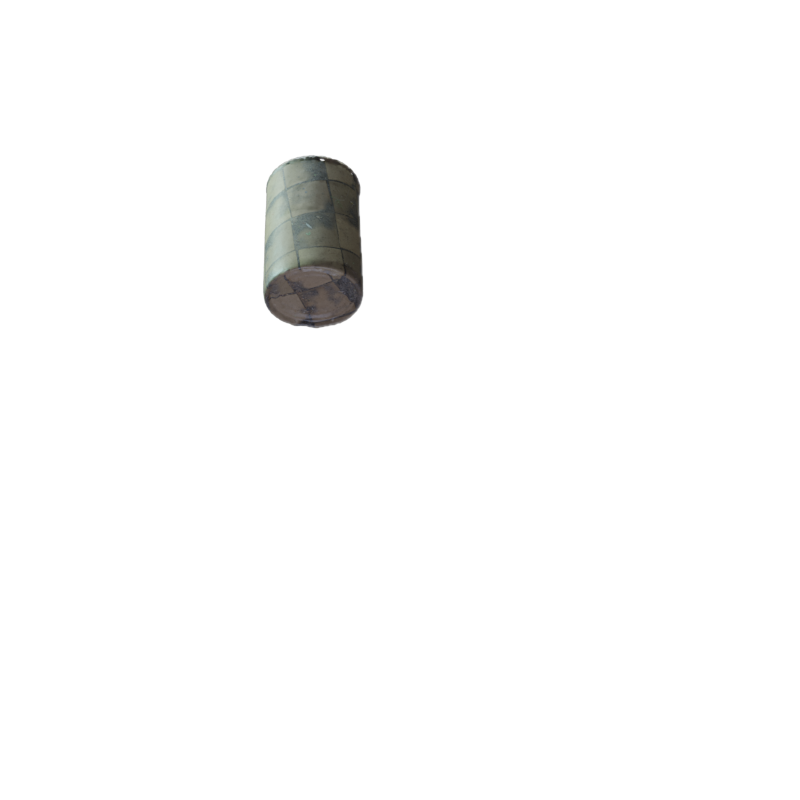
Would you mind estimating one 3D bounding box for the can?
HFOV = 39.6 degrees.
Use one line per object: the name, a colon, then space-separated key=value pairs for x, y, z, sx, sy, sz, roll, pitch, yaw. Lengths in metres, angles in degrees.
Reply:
can: x=-0.060 y=-0.109 z=0.762 sx=0.068 sy=0.110 sz=0.064 roll=-1 pitch=-38 yaw=-3
